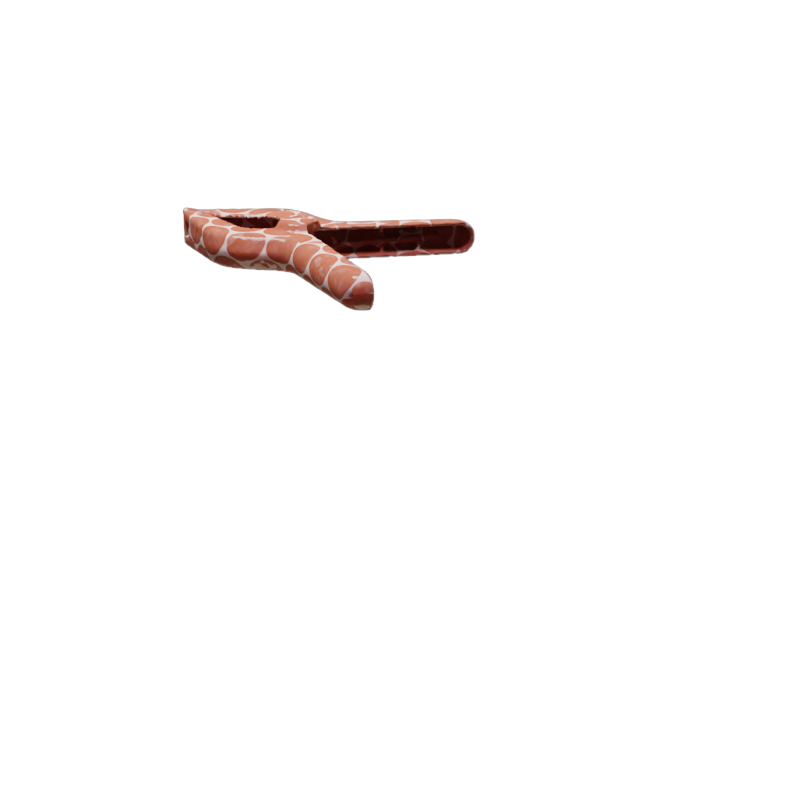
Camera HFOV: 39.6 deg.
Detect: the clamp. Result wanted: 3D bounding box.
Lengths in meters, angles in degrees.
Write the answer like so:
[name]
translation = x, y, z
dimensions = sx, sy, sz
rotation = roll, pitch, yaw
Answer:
[clamp]
translation = -0.062, -0.113, 0.791
dimensions = 0.221, 0.035, 0.163
rotation = 16, 27, 33
